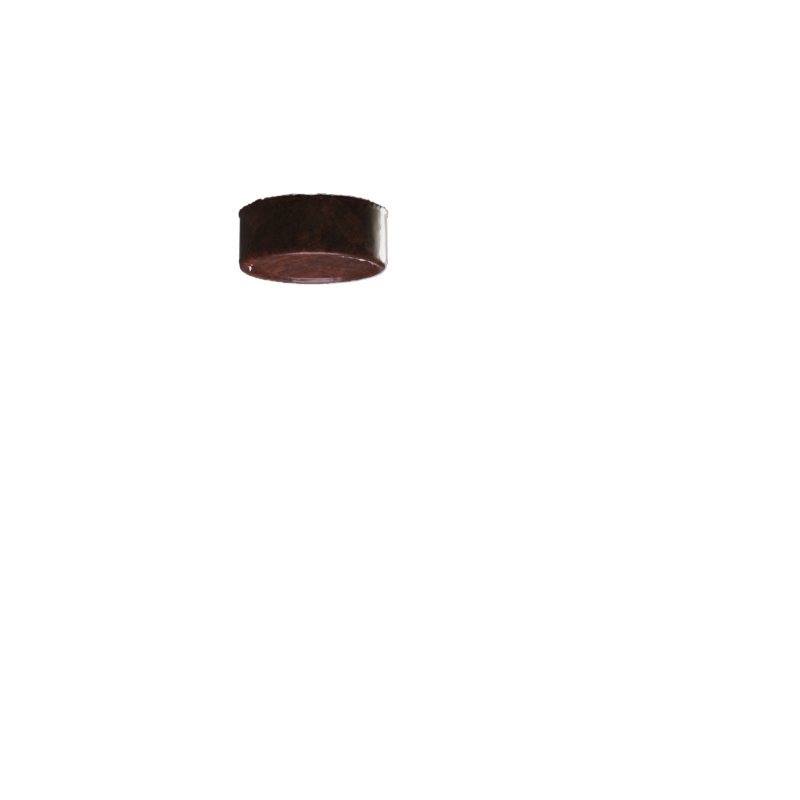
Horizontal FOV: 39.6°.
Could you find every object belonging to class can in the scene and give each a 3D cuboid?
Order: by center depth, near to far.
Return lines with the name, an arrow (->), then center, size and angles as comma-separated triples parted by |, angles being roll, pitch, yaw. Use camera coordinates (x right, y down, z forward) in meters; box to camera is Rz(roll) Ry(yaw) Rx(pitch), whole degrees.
can -> -0.049, -0.090, 0.631 | 0.086, 0.034, 0.084 | 0, -7, -2
